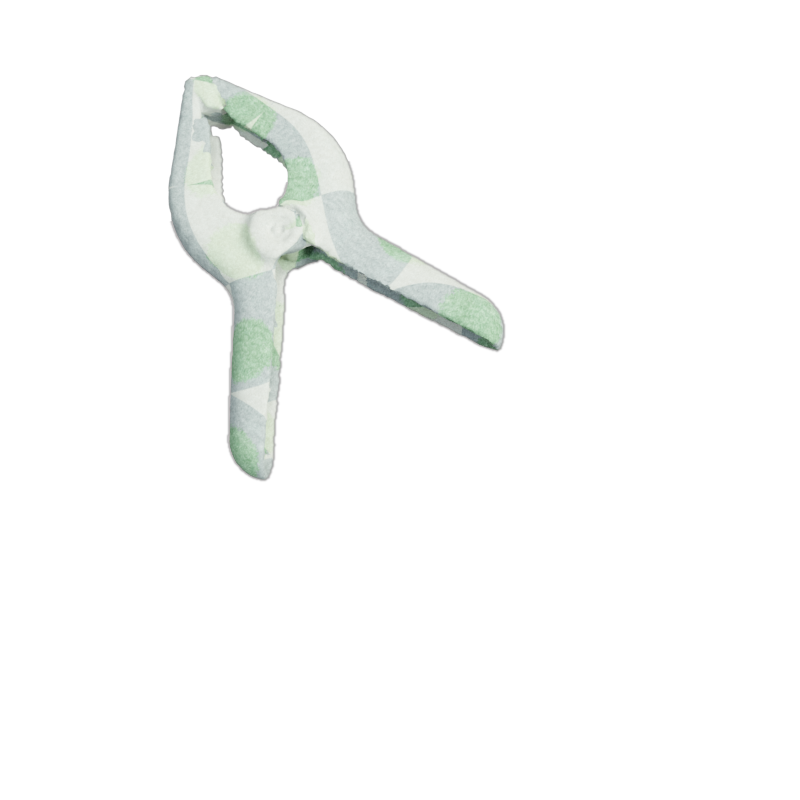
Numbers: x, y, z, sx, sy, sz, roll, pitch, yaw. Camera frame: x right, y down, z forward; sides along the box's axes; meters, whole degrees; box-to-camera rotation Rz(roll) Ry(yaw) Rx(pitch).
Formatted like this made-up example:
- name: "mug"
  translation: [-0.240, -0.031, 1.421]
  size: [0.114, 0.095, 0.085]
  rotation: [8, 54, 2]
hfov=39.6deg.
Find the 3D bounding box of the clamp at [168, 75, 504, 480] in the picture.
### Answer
- name: "clamp"
  translation: [-0.036, -0.066, 0.464]
  size: [0.120, 0.178, 0.038]
  rotation: [-19, -14, -5]
